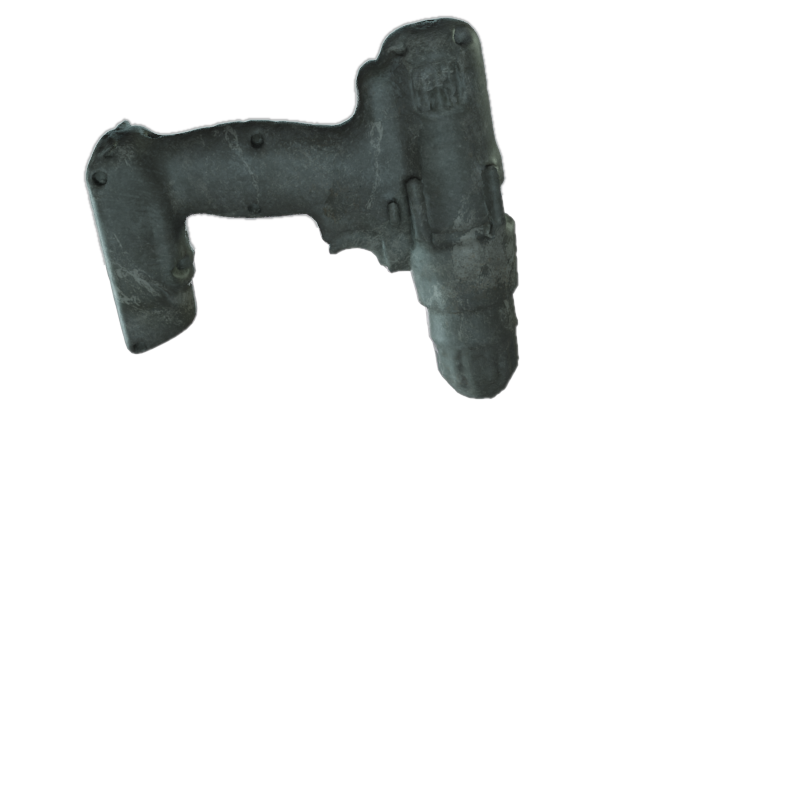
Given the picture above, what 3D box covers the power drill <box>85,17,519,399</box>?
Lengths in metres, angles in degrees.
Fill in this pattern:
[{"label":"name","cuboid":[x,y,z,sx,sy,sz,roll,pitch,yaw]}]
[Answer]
[{"label":"power drill","cuboid":[-0.041,-0.074,0.519,0.188,0.176,0.060,-9,19,3]}]
